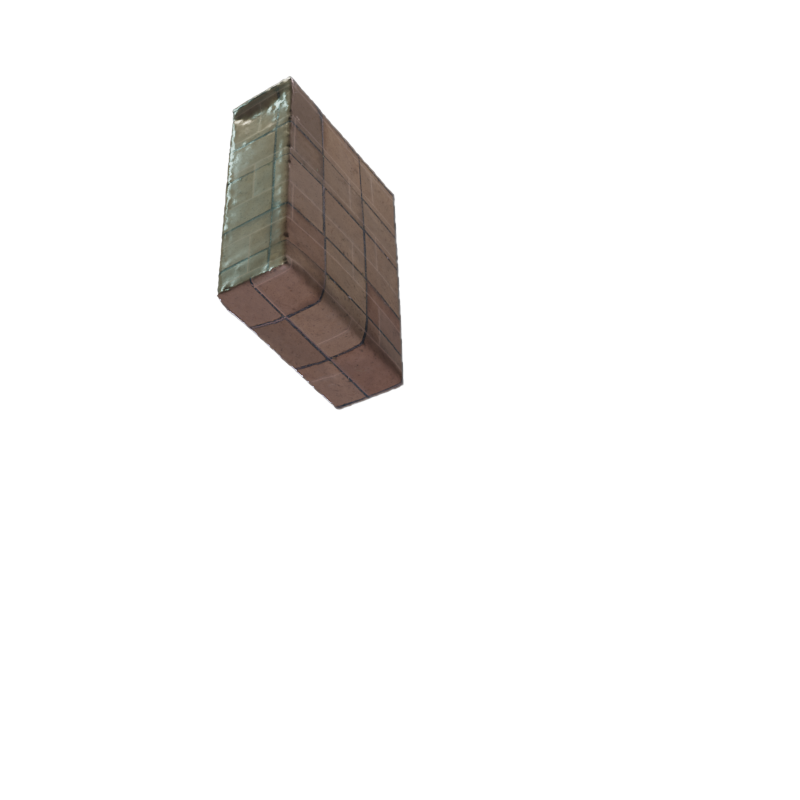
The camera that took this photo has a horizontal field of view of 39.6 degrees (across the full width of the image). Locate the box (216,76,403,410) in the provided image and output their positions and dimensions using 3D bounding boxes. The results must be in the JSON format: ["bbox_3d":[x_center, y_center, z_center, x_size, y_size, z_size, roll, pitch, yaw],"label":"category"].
[{"bbox_3d":[-0.069,-0.126,0.884,0.072,0.230,0.152,-25,-45,23],"label":"box"}]
